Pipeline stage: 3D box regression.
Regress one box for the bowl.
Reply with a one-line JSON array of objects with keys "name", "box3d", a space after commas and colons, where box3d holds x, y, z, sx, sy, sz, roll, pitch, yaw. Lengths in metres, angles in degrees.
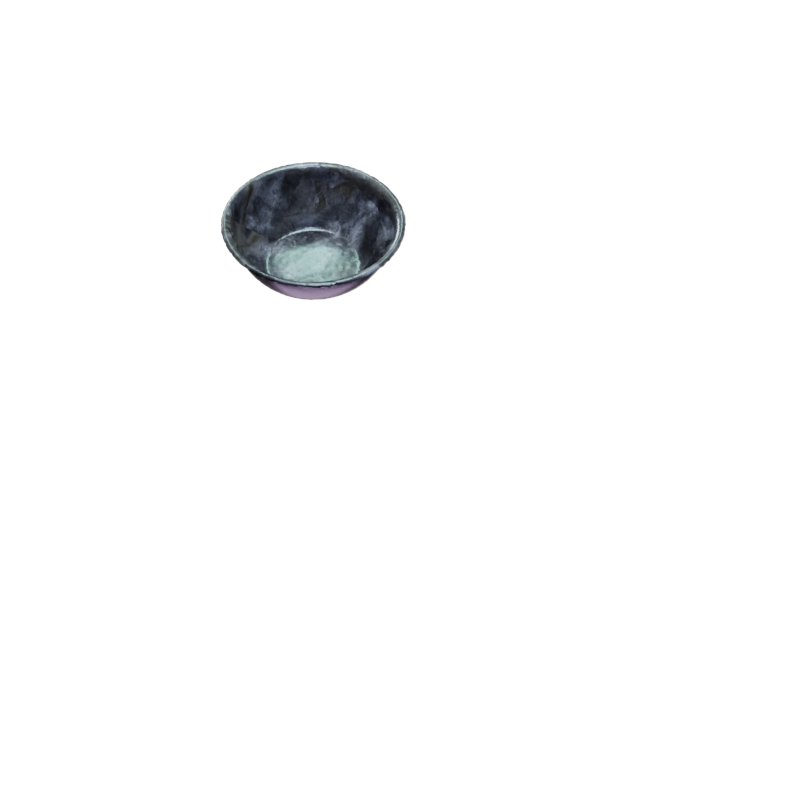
[{"name": "bowl", "box3d": [-0.077, -0.141, 0.986, 0.162, 0.174, 0.051, -1, -42, -1]}]
